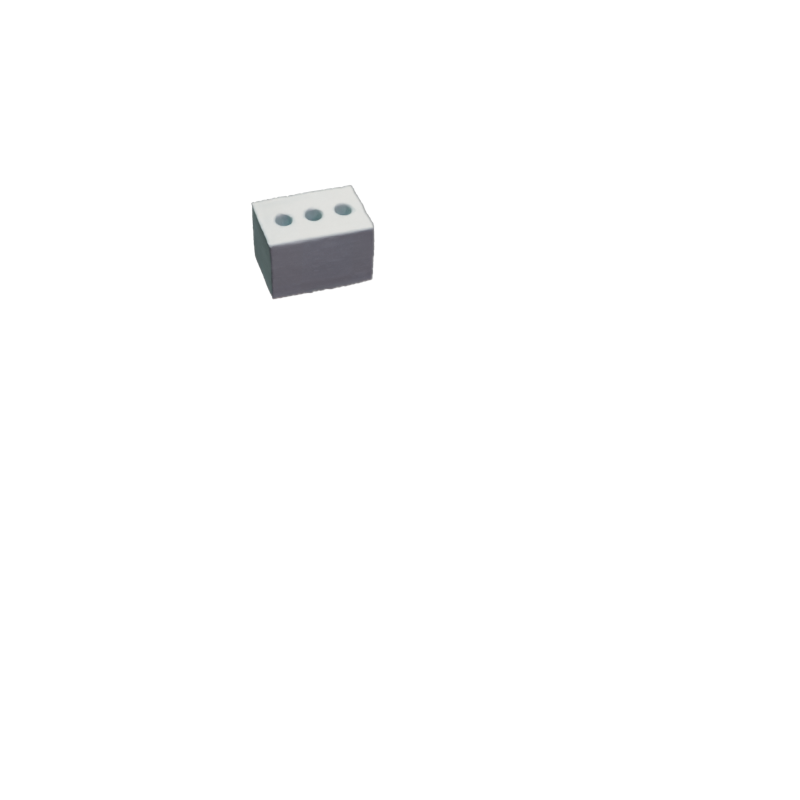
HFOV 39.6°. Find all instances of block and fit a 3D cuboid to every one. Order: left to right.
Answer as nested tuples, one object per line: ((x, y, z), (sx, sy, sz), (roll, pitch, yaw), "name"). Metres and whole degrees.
((-0.062, -0.113, 0.792), (0.077, 0.048, 0.057), (-12, 45, -14), "block")
